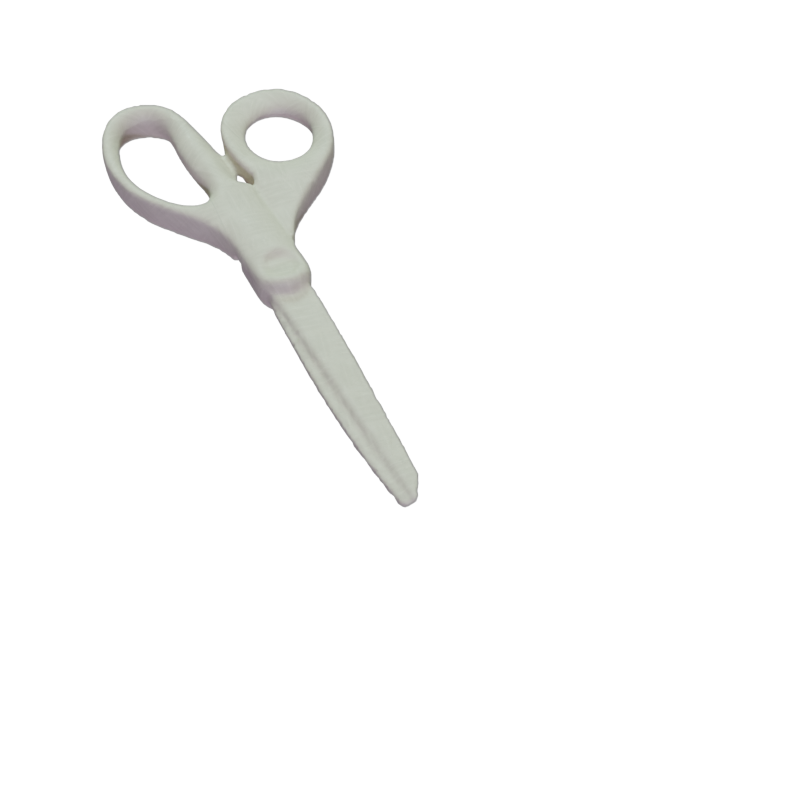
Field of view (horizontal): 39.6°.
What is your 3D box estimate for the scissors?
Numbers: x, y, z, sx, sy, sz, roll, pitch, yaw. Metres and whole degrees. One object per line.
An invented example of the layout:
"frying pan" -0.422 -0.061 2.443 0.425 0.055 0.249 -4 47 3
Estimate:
"scissors" -0.030 -0.055 0.386 0.096 0.015 0.216 -31 54 -26
